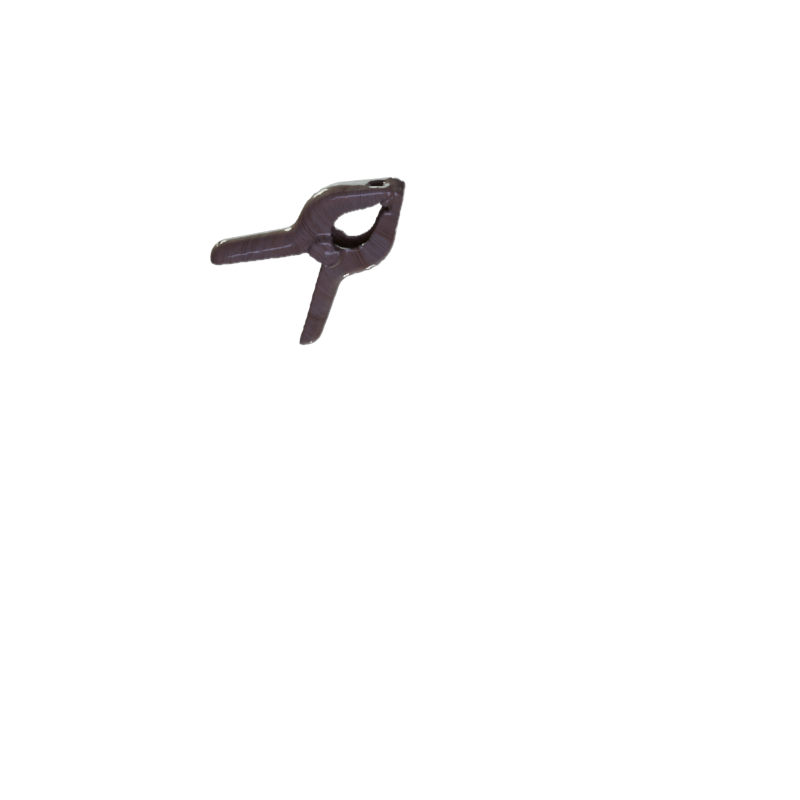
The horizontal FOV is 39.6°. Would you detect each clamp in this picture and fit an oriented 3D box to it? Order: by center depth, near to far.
[{"bbox_3d":[-0.071,-0.130,0.908,0.115,0.168,0.042,34,27,-20],"label":"clamp"}]
